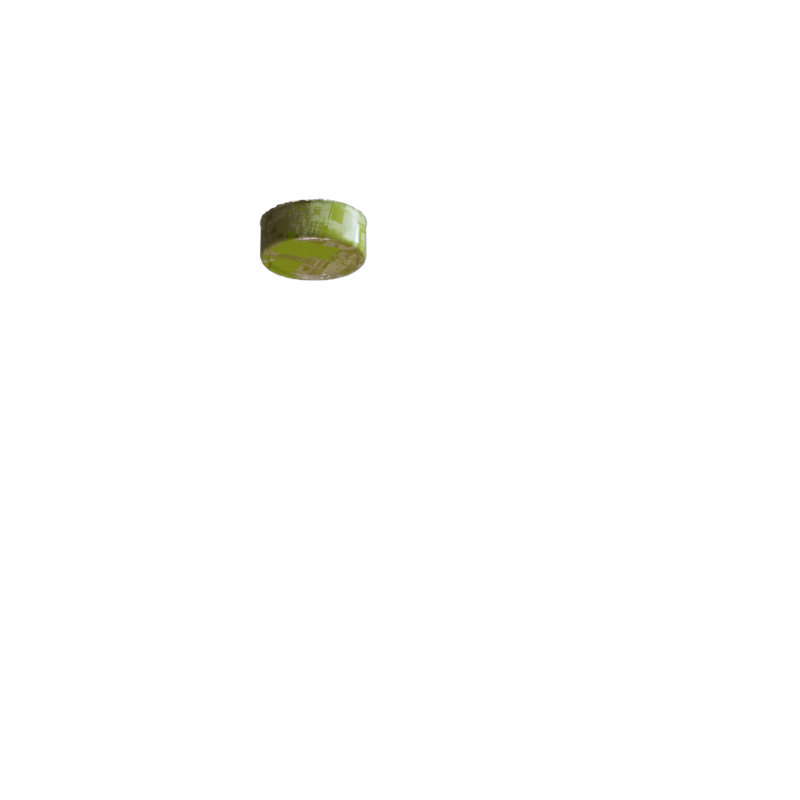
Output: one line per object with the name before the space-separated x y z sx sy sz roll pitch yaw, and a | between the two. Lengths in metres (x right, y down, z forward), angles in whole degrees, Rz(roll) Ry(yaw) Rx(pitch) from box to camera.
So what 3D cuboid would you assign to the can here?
can | -0.069 -0.126 0.880 0.086 0.035 0.082 0 -19 -2
